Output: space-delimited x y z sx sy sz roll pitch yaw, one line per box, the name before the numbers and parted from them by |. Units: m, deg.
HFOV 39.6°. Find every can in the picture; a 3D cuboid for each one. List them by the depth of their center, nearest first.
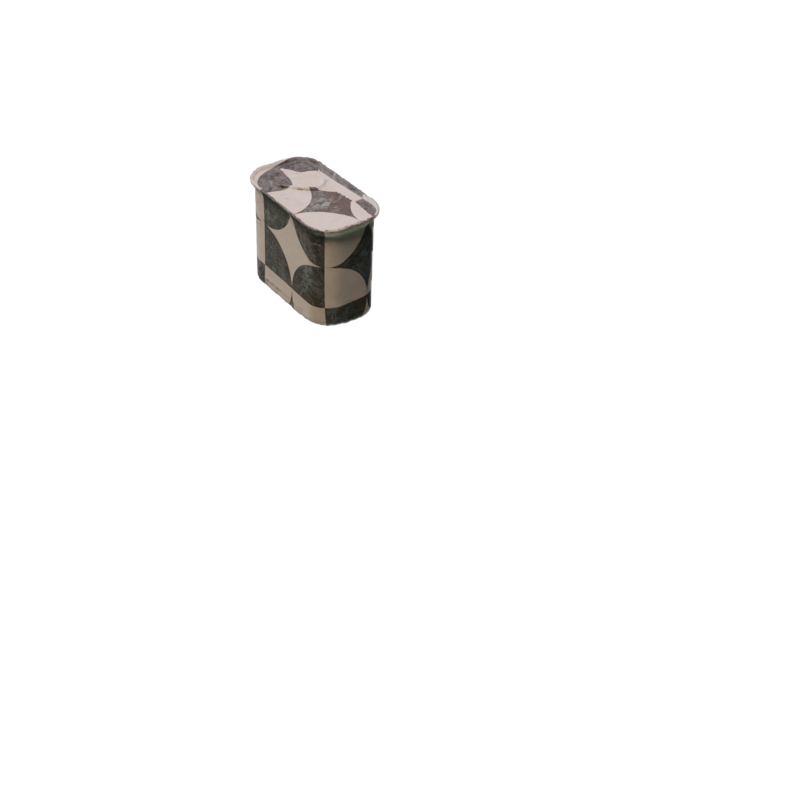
can | -0.062 -0.112 0.786 0.057 0.078 0.110 -22 43 -29
